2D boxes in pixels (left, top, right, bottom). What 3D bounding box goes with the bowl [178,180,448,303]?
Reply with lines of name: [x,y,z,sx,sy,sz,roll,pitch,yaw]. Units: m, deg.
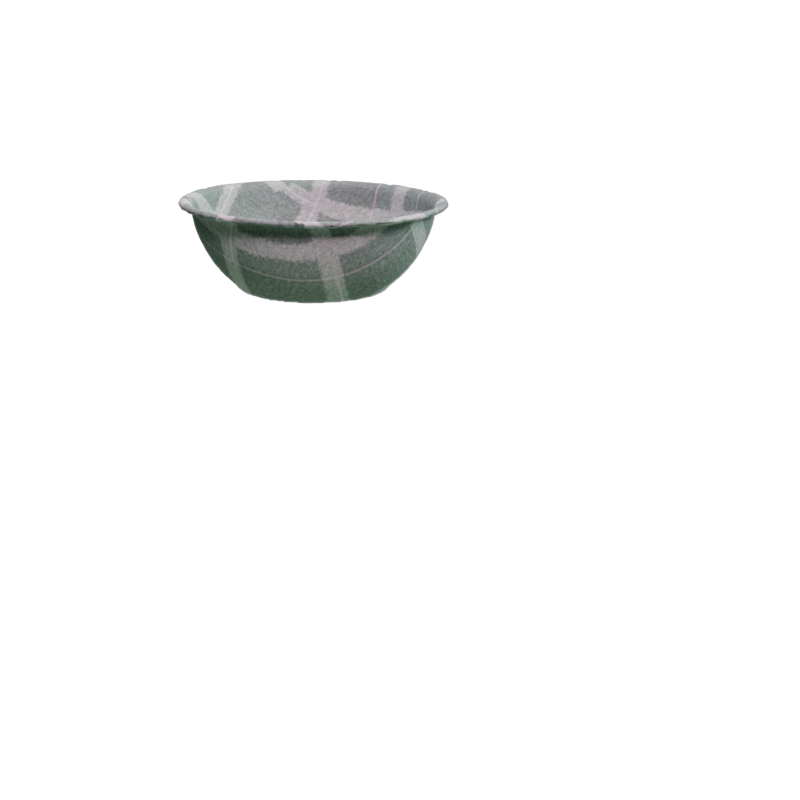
bowl: [-0.053,-0.096,0.671,0.162,0.053,0.168,-1,18,-2]
